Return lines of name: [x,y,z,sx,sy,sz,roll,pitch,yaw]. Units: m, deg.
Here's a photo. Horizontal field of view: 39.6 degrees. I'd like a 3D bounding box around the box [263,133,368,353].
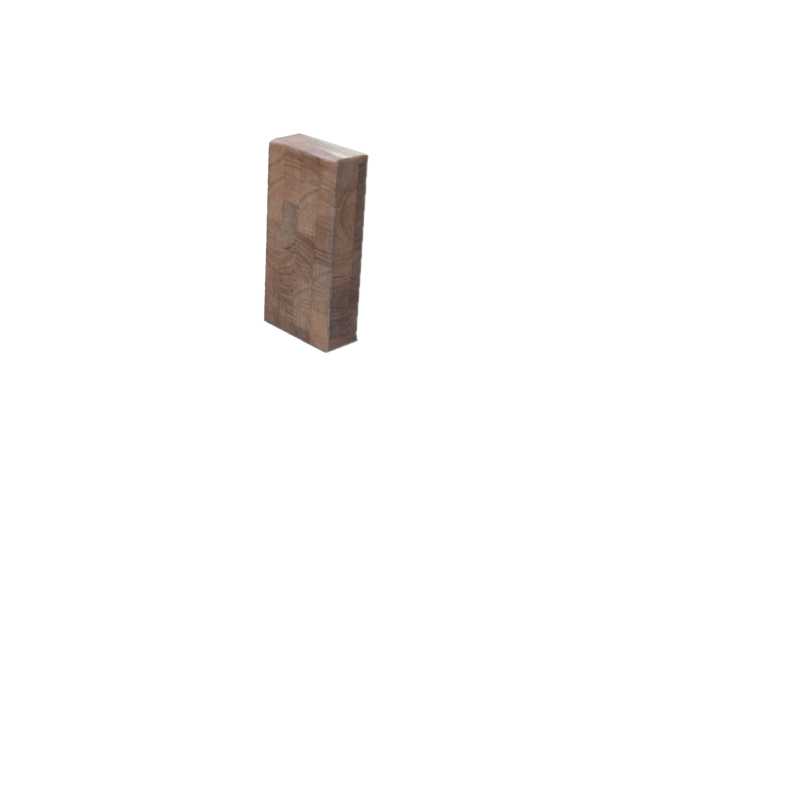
box: [-0.078,-0.141,0.986,0.047,0.168,0.099,-18,29,-40]
